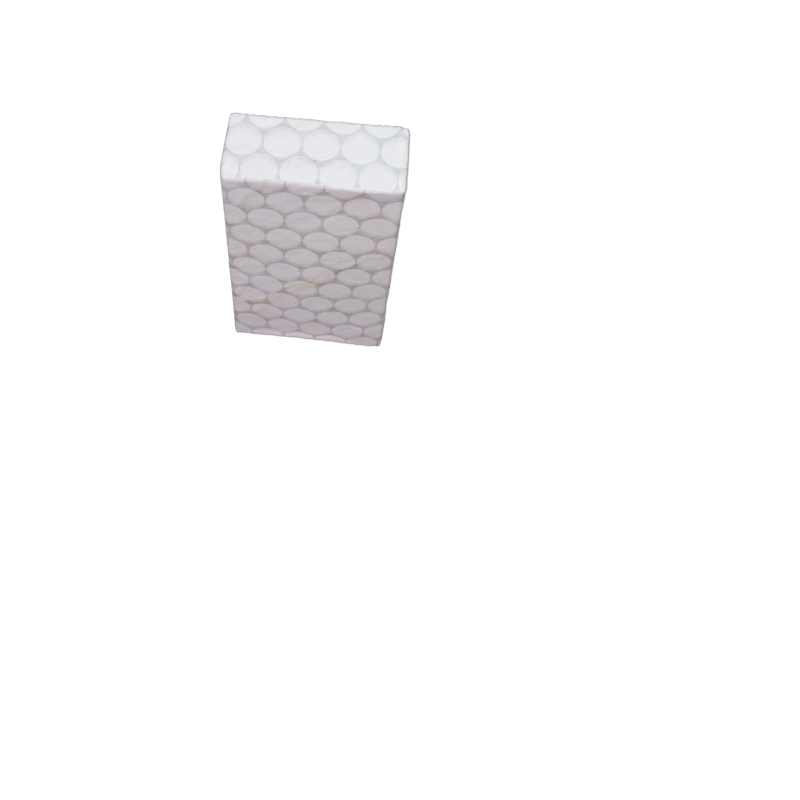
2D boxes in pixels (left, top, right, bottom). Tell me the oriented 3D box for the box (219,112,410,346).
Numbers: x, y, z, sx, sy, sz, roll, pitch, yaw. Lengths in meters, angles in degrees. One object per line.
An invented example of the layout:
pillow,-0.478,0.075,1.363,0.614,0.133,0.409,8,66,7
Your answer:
box,-0.048,-0.087,0.614,0.093,0.050,0.167,6,-22,-1
